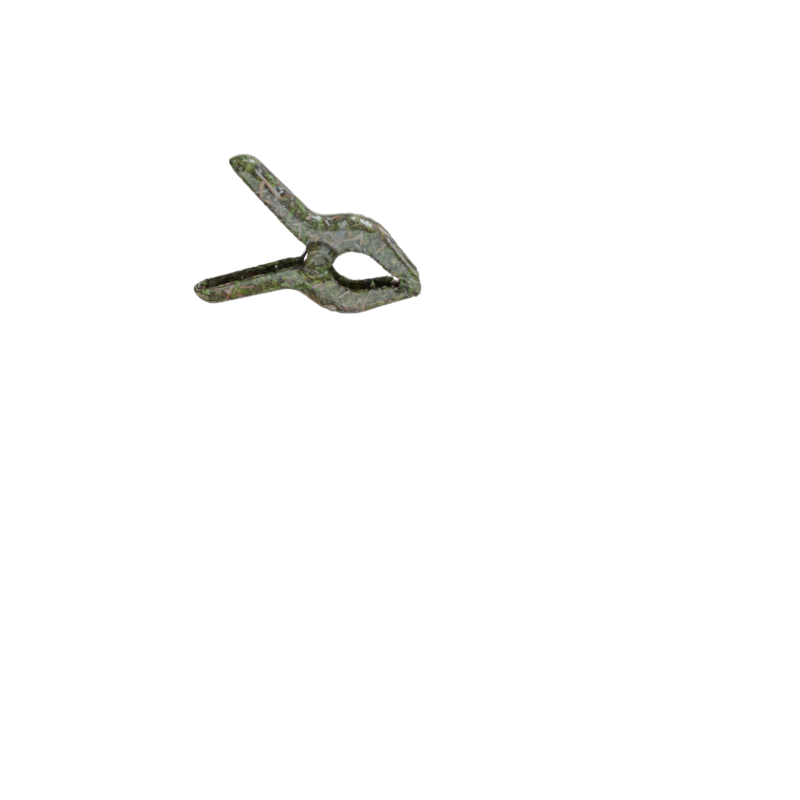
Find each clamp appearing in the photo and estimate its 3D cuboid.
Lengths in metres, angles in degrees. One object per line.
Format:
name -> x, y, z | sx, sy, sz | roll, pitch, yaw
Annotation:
clamp -> -0.065, -0.119, 0.833 | 0.170, 0.114, 0.042 | 7, 30, -4
